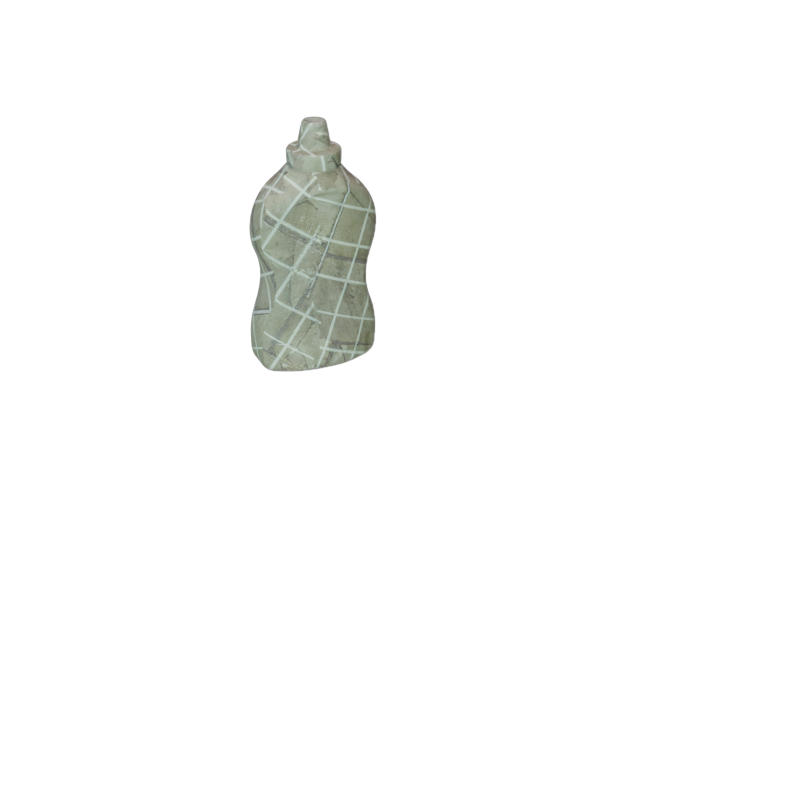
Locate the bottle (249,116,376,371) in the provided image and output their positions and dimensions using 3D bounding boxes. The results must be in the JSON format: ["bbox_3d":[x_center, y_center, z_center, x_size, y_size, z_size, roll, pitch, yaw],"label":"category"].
[{"bbox_3d":[-0.065,-0.119,0.836,0.094,0.182,0.063,-9,26,-21],"label":"bottle"}]
